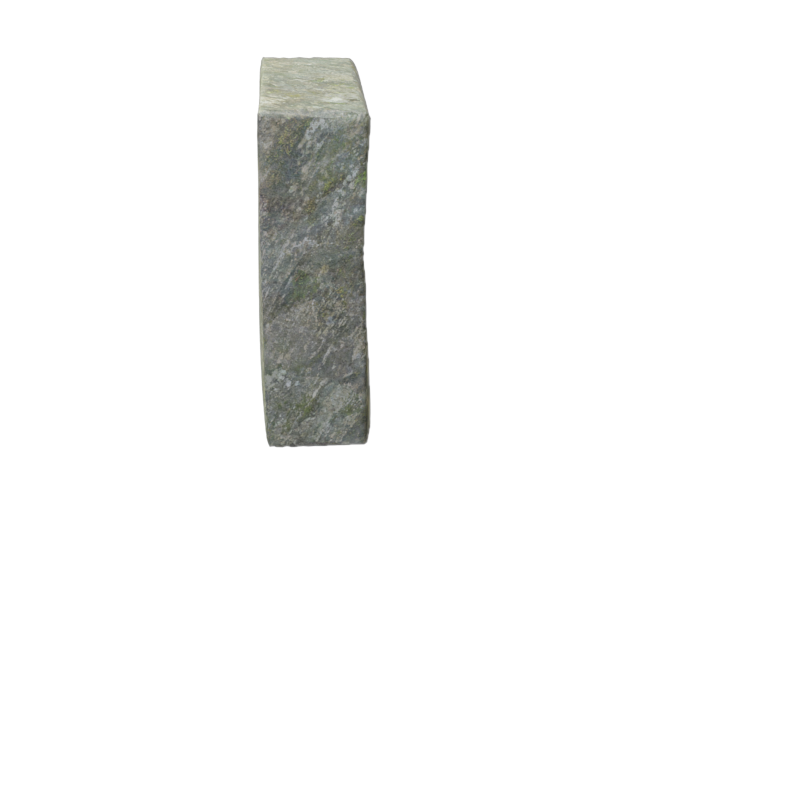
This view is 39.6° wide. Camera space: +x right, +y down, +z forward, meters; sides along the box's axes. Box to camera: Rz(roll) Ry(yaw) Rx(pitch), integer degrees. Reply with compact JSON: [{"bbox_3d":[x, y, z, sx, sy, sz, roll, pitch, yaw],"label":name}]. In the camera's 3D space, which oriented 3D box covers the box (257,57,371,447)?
[{"bbox_3d":[-0.057,-0.103,0.722,0.071,0.203,0.173,-1,24,-6],"label":"box"}]
